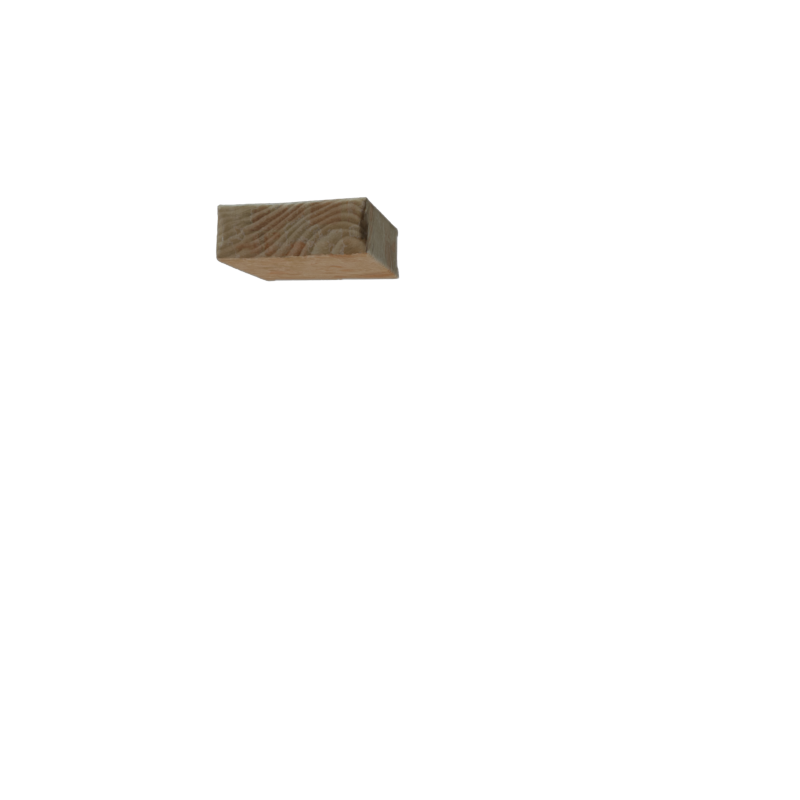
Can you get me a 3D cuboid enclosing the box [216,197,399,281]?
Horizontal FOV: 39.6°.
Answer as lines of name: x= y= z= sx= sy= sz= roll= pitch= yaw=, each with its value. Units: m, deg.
box: x=-0.043 y=-0.079 z=0.552 sx=0.074 sy=0.031 sz=0.087 roll=0 pitch=-2 yaw=12
